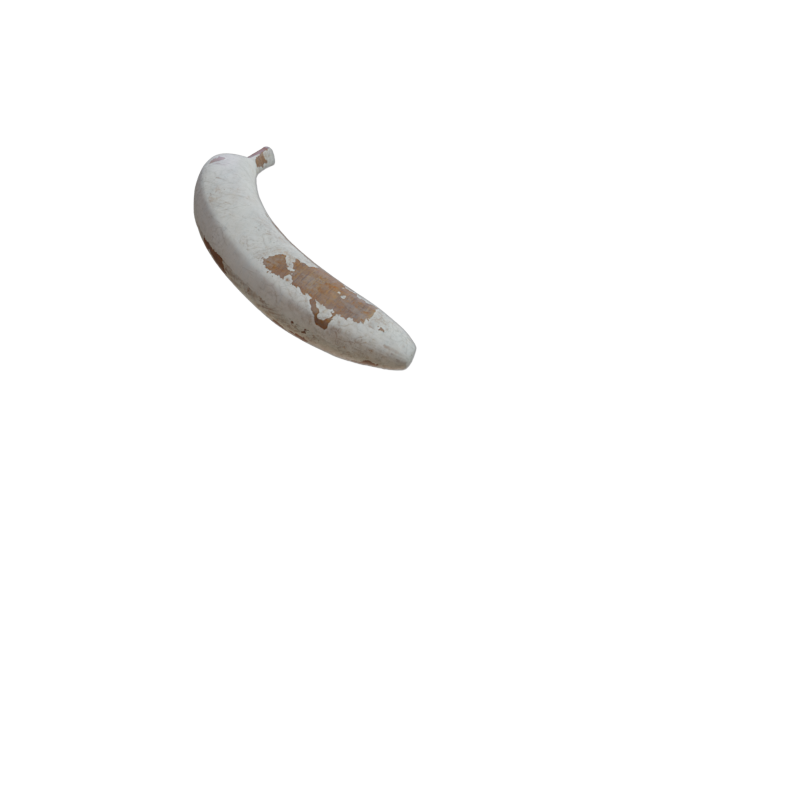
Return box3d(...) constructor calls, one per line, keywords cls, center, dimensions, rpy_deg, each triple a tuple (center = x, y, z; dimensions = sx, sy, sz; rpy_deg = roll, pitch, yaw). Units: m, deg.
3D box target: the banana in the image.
box3d(cls="banana", center=(-0.064, -0.081, 0.582), dimensions=(0.069, 0.034, 0.214), rpy_deg=(-17, 47, -18))
